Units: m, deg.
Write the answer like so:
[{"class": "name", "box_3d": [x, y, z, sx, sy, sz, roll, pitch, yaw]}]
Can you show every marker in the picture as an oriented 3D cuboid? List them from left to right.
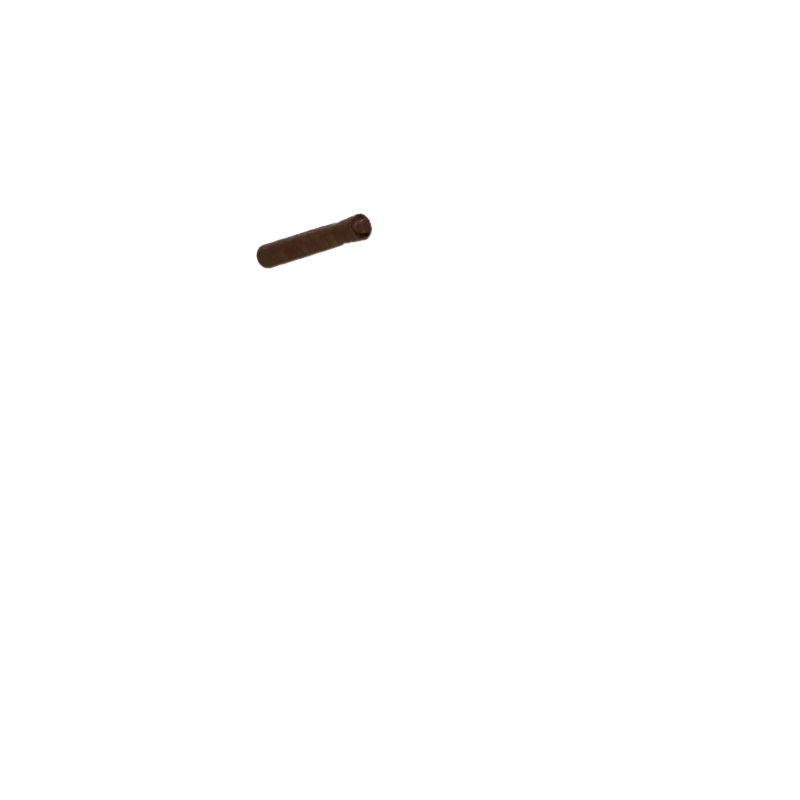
[{"class": "marker", "box_3d": [-0.062, -0.113, 0.791, 0.019, 0.020, 0.124, -3, -2, -40]}]
